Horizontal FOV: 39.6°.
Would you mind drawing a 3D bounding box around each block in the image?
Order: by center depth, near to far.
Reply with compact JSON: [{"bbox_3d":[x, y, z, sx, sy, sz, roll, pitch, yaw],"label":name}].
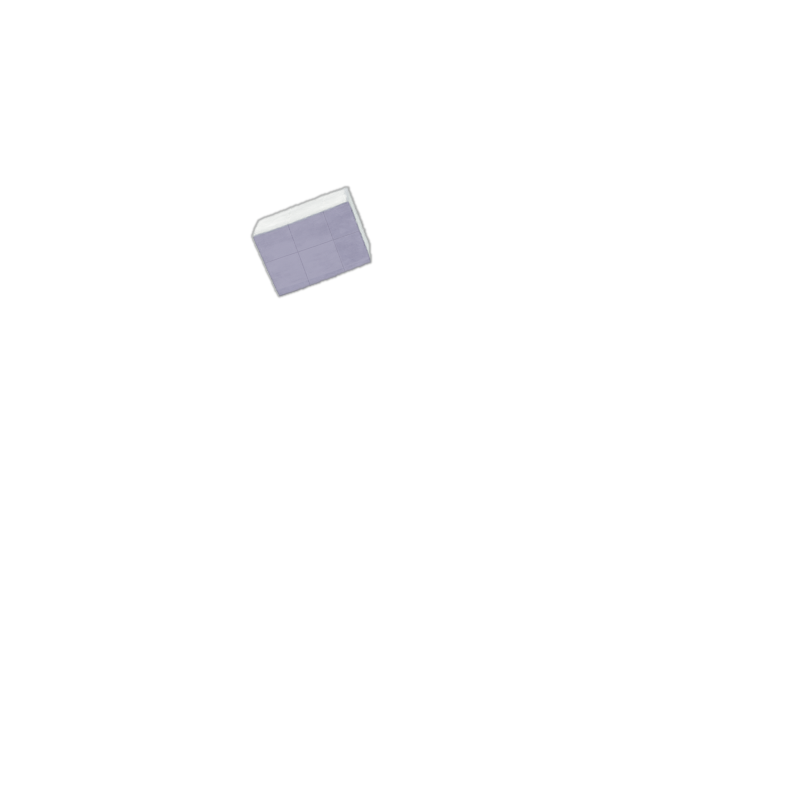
[{"bbox_3d":[-0.066,-0.121,0.844,0.078,0.051,0.053,-19,19,5],"label":"block"}]
